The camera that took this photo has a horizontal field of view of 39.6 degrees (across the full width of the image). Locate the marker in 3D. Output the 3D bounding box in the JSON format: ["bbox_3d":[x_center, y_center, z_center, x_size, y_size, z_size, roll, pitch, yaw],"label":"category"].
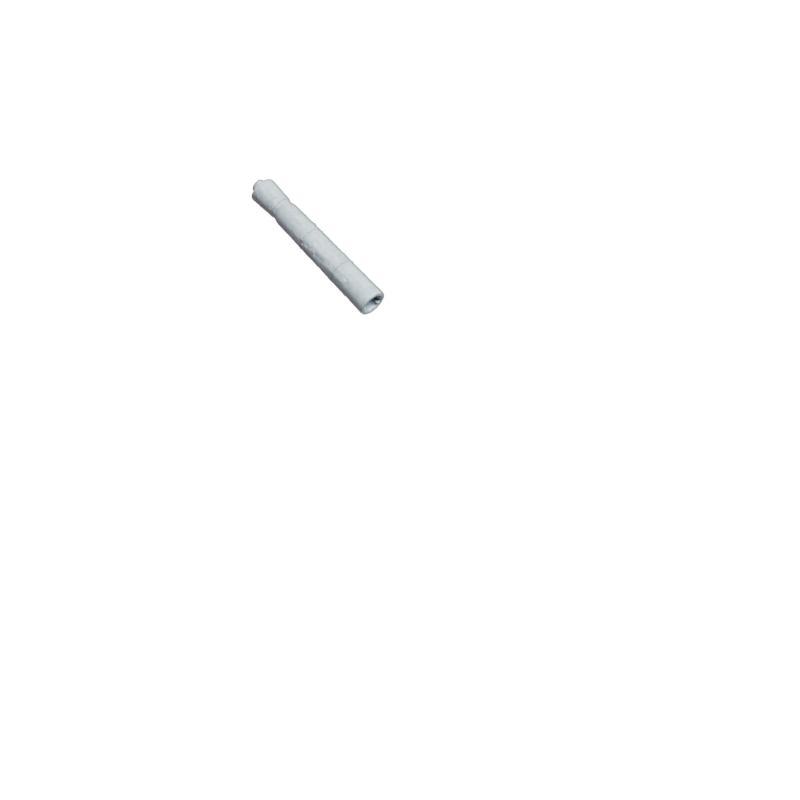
[{"bbox_3d":[-0.056,-0.102,0.714,0.129,0.019,0.019,47,27,26],"label":"marker"}]
